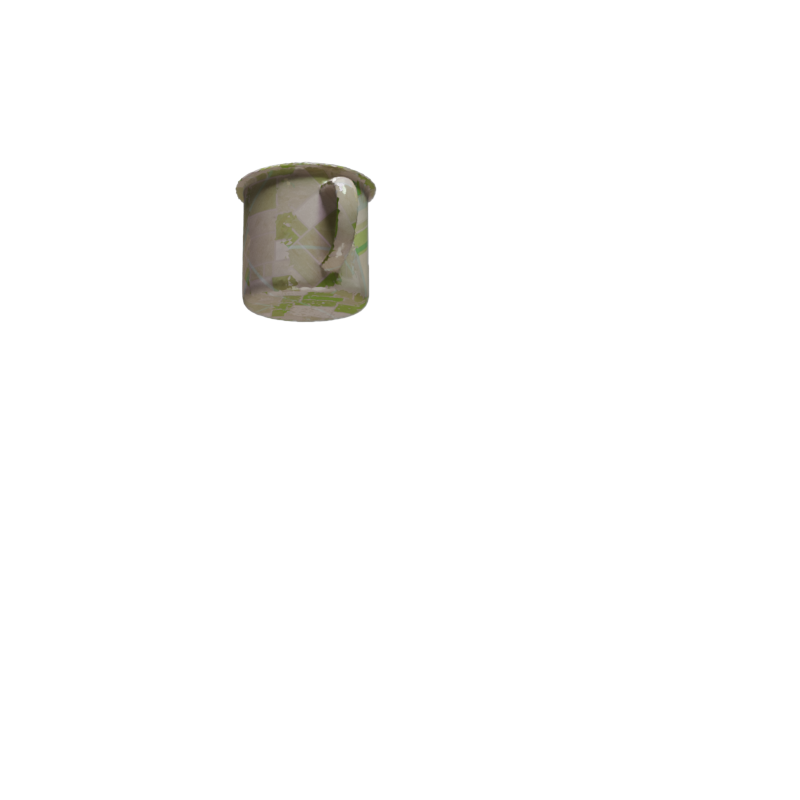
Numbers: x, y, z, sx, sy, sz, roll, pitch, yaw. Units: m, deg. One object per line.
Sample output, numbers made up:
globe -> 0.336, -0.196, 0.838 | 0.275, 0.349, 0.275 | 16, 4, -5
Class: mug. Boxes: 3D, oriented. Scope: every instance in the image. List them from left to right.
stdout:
mug -> -0.055, -0.101, 0.709 | 0.090, 0.085, 0.117 | 7, -16, -27
